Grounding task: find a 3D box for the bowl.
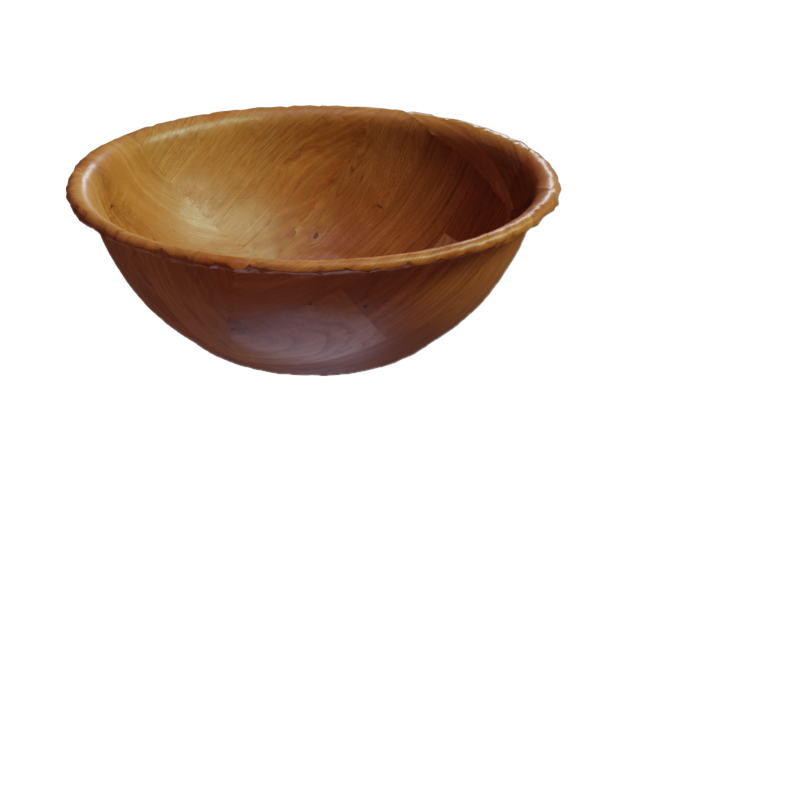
[{"bbox_3d":[-0.030,-0.054,0.378,0.162,0.052,0.172,-1,29,-2],"label":"bowl"}]
